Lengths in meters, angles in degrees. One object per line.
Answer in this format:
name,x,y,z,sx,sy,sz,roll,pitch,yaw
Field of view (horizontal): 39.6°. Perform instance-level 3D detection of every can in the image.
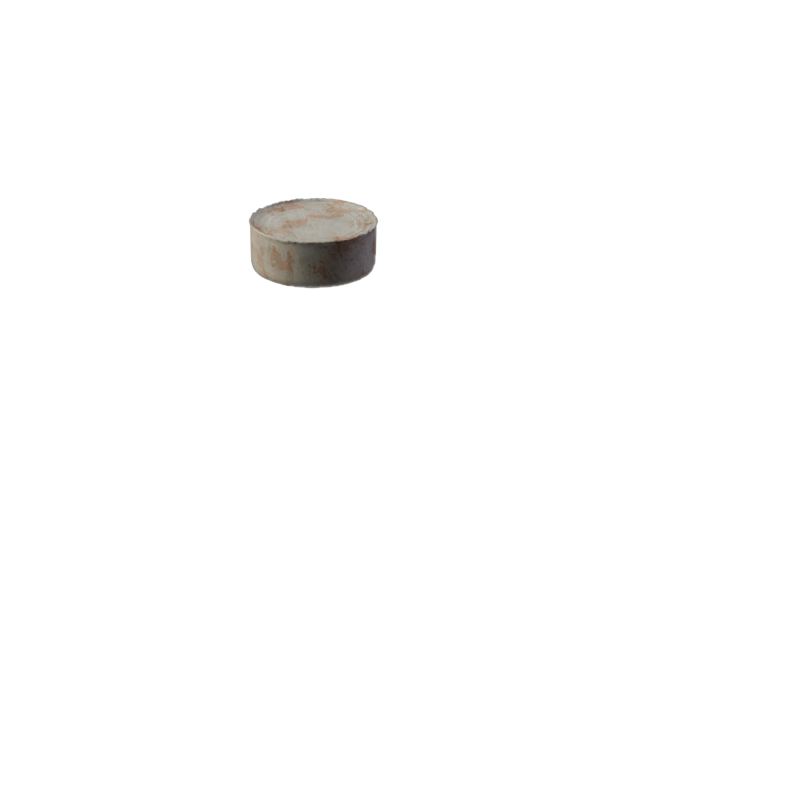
can,-0.058,-0.106,0.744,0.086,0.032,0.091,-1,27,-2
